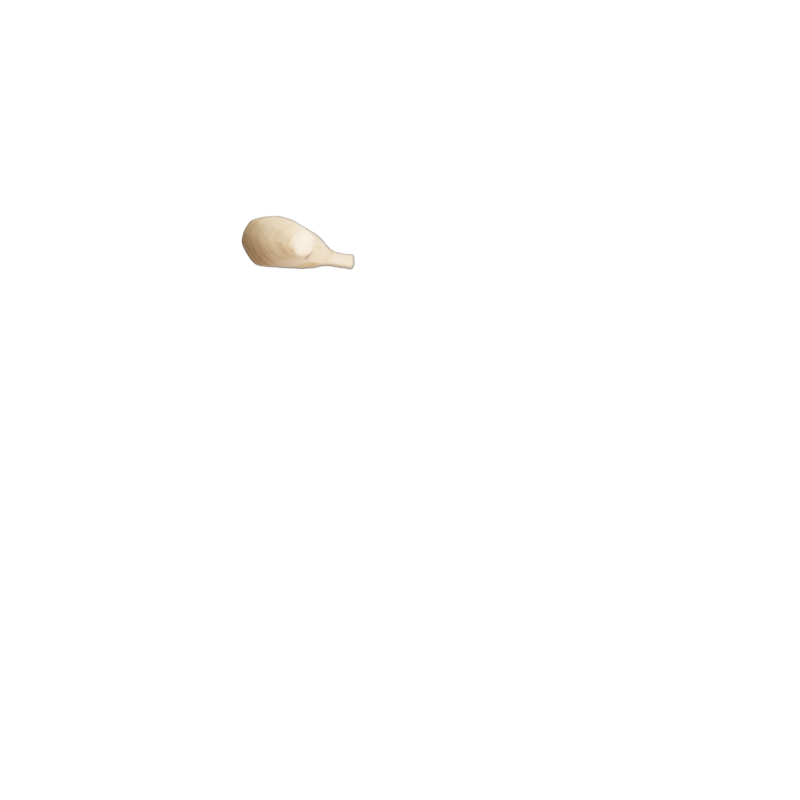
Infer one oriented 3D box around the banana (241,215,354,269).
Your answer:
[{"bbox_3d":[-0.080,-0.114,0.802,0.070,0.037,0.196,0,5,7],"label":"banana"}]
